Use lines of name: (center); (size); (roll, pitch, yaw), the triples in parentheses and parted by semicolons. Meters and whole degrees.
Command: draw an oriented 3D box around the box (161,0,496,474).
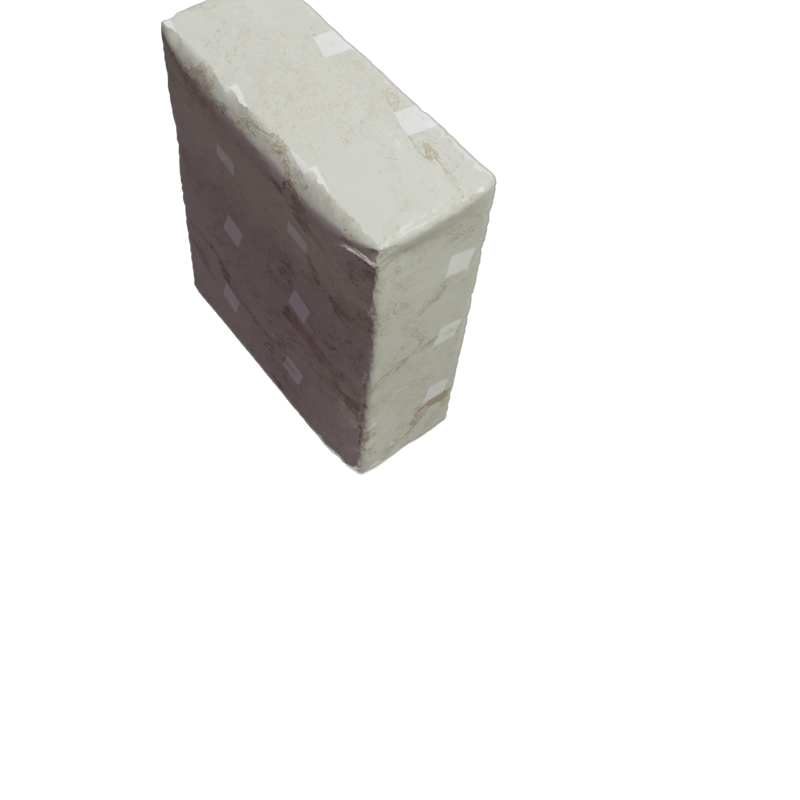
box: (-0.044, -0.080, 0.558); (0.072, 0.175, 0.200); (-32, -25, -21)
